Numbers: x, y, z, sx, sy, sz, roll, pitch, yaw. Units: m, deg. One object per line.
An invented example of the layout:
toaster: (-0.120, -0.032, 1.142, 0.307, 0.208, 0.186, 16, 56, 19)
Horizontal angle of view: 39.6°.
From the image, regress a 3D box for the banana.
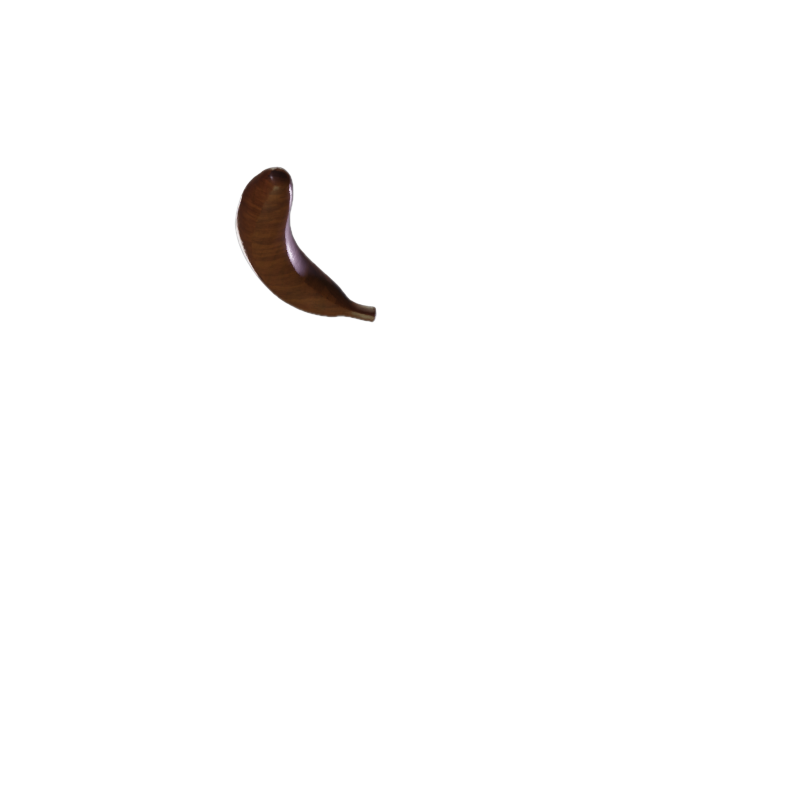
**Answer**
banana: (-0.077, -0.105, 0.774, 0.070, 0.039, 0.184, -8, -25, 16)
